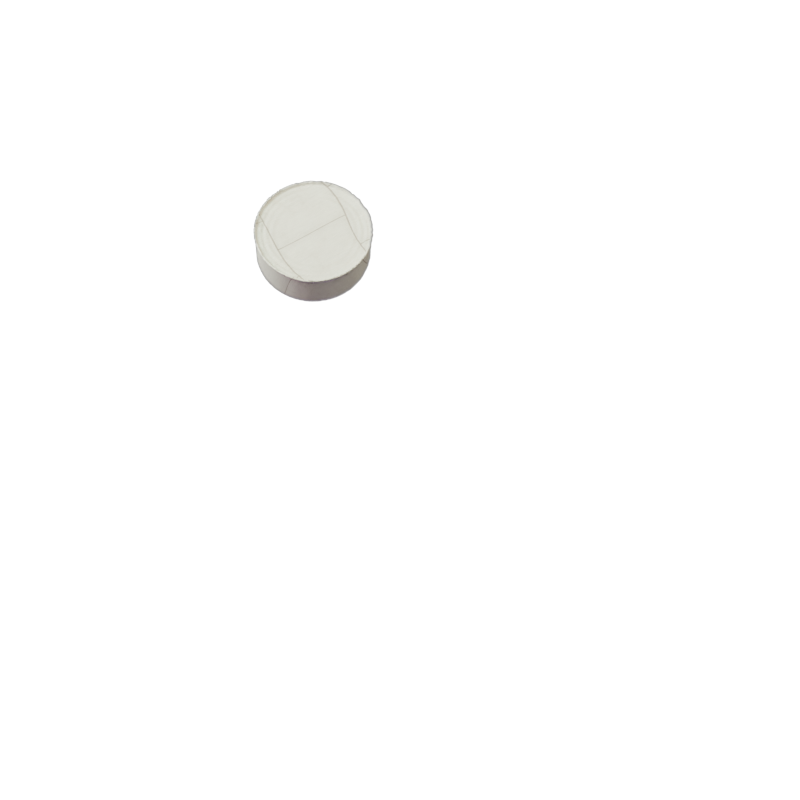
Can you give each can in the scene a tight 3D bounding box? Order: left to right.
[{"bbox_3d":[-0.063,-0.115,0.807,0.086,0.091,0.031,-1,-30,-1],"label":"can"}]
